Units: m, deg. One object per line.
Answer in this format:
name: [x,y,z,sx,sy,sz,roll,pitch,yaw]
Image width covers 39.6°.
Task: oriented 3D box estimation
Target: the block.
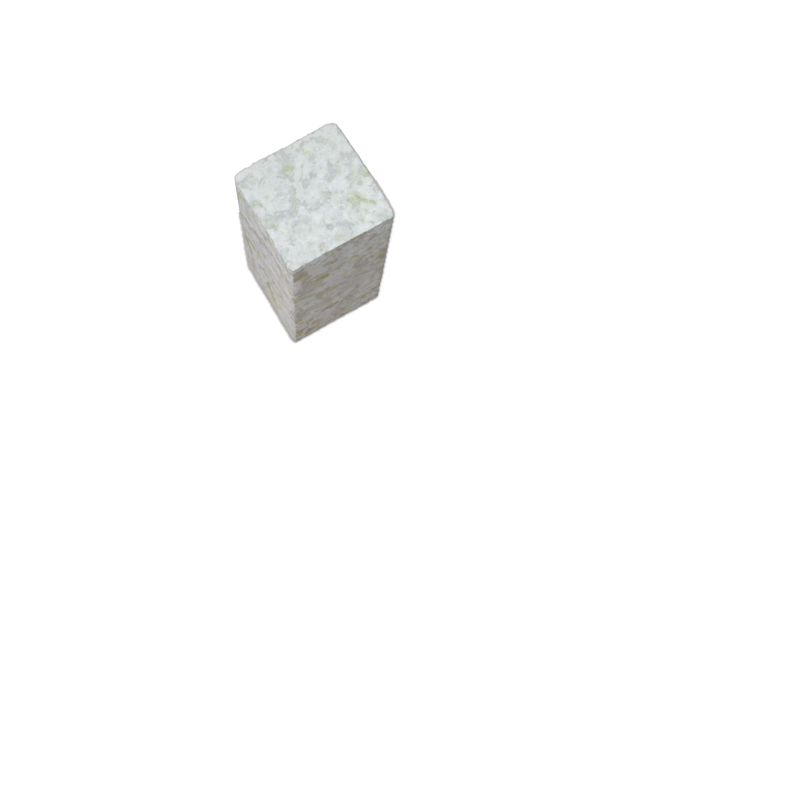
block: [-0.071,-0.130,0.905,0.091,0.093,0.199,-30,-9,-10]
